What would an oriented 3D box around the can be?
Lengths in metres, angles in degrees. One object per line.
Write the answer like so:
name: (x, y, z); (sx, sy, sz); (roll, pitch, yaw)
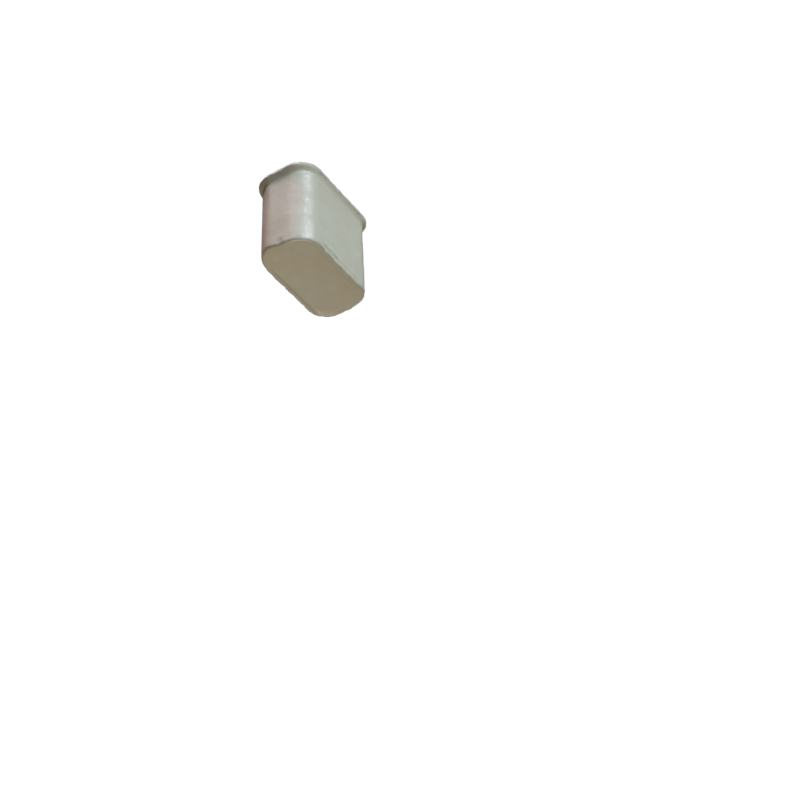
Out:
can: (-0.071, -0.129, 0.903); (0.058, 0.090, 0.094); (-24, -44, 24)
